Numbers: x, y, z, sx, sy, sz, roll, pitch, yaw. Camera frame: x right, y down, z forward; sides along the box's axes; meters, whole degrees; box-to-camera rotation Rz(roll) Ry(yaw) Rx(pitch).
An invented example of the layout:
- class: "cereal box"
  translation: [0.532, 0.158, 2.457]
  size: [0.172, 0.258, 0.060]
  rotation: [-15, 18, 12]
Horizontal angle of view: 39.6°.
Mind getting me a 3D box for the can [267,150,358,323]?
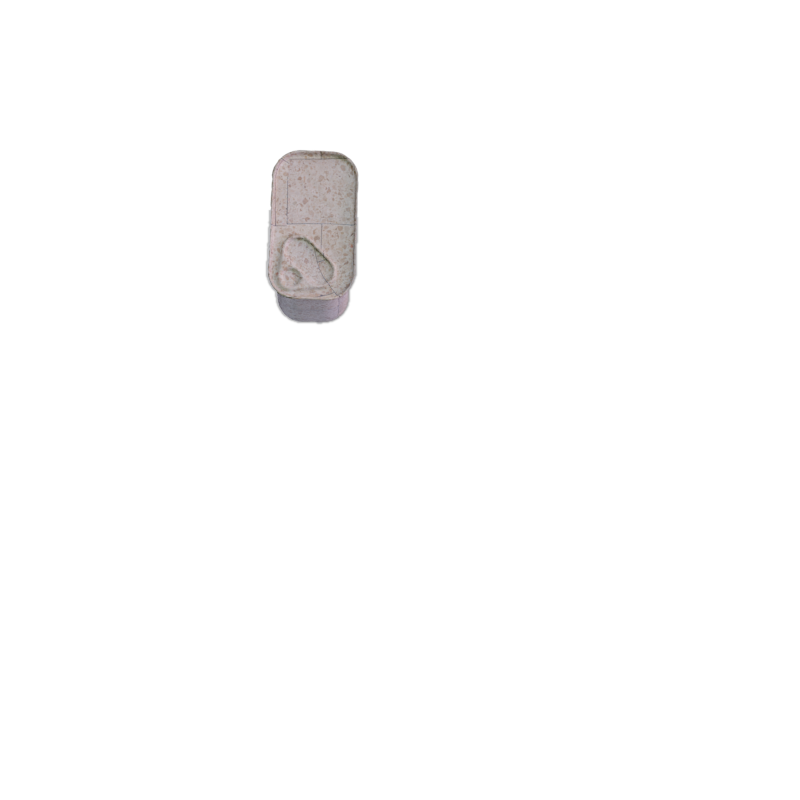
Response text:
- class: "can"
  translation: [-0.059, -0.108, 0.760]
  size: [0.057, 0.106, 0.081]
  rotation: [2, -14, -3]
